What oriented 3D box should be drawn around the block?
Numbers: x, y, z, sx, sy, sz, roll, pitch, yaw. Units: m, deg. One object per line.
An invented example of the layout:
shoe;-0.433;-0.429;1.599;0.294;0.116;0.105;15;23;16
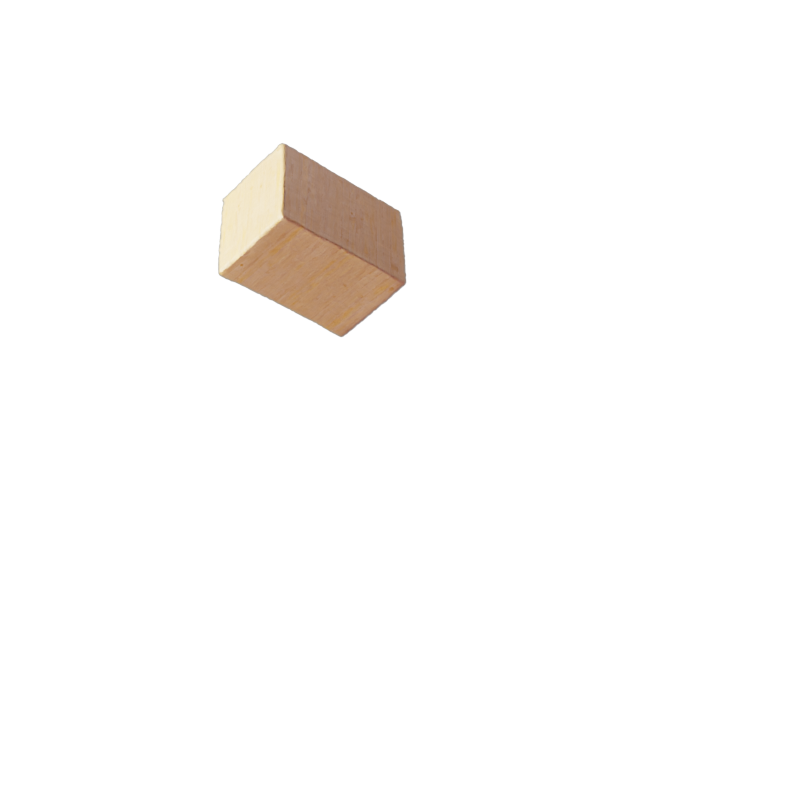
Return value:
block;-0.043;-0.078;0.543;0.074;0.055;0.052;28;-49;-30
